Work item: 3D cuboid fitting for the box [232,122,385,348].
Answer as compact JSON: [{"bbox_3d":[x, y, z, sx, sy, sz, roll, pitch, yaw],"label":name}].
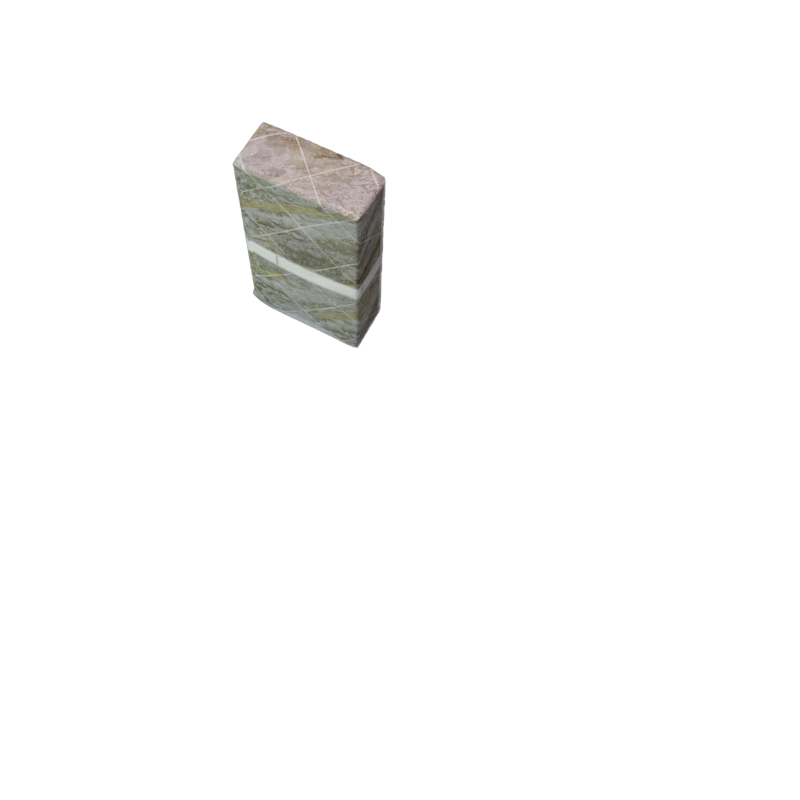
[{"bbox_3d":[-0.059,-0.109,0.762,0.096,0.049,0.166,27,-26,11],"label":"box"}]
